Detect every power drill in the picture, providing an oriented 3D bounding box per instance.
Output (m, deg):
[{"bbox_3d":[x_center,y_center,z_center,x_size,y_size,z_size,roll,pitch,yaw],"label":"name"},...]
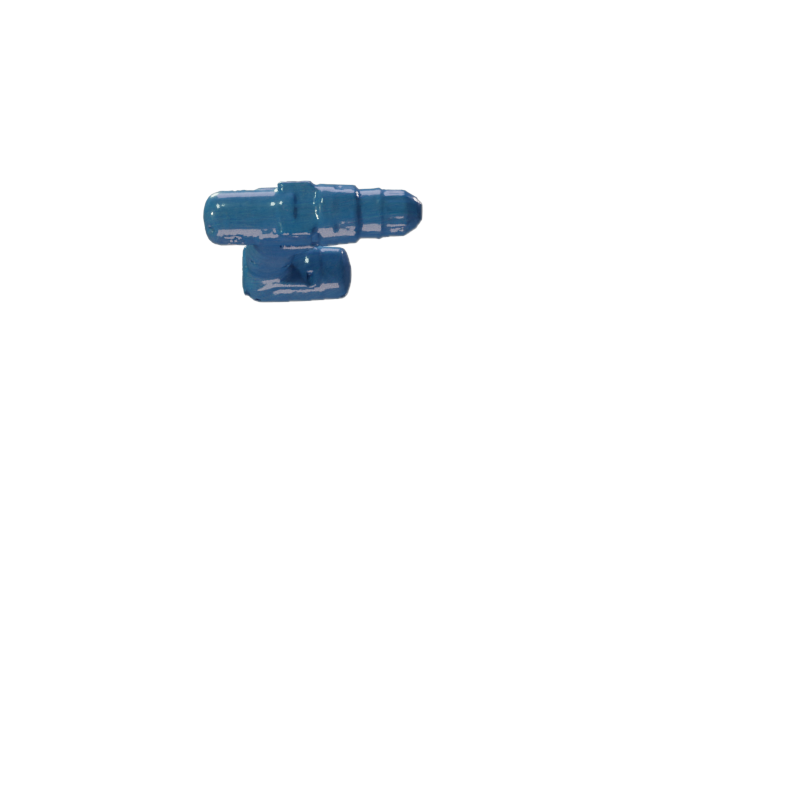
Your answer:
[{"bbox_3d":[-0.078,-0.142,0.998,0.184,0.060,0.180,0,-15,-2],"label":"power drill"}]
